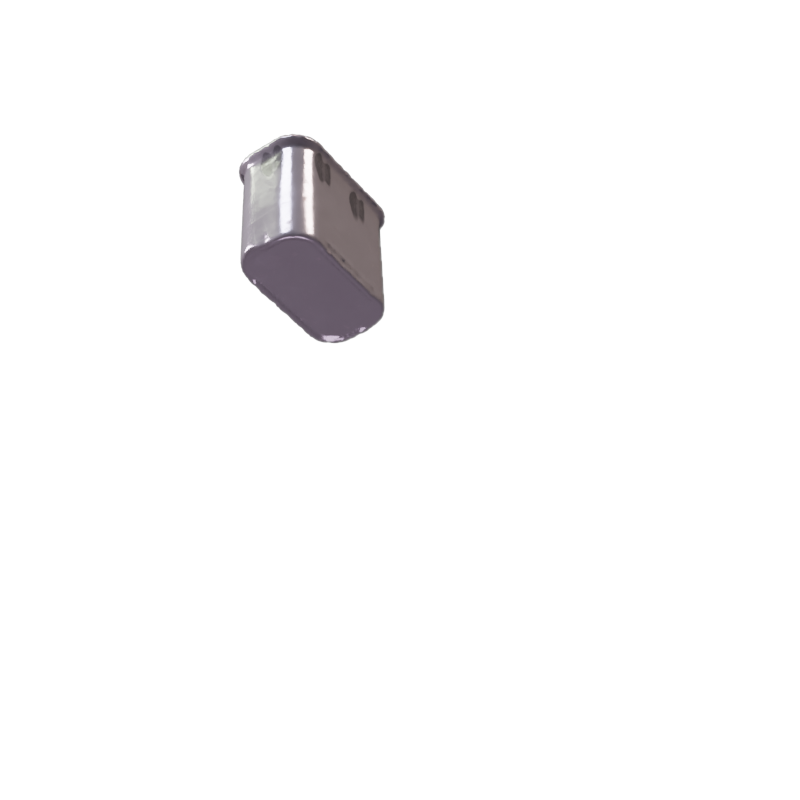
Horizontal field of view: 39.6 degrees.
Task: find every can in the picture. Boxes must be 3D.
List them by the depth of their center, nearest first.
[{"bbox_3d":[-0.052,-0.096,0.669,0.058,0.090,0.095,-26,-46,25],"label":"can"}]
